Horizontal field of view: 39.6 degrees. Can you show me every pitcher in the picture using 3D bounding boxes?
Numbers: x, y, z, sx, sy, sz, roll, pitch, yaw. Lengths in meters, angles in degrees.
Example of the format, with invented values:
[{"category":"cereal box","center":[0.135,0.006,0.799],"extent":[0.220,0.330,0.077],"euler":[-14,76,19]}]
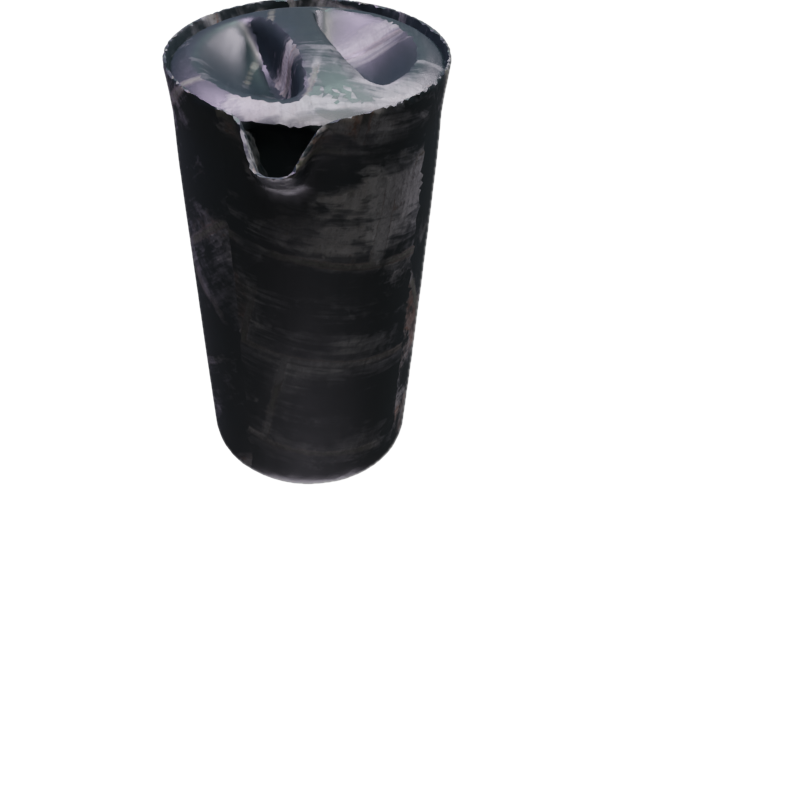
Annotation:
[{"category":"pitcher","center":[-0.046,-0.084,0.586],"extent":[0.148,0.227,0.156],"euler":[-25,46,-30]}]
